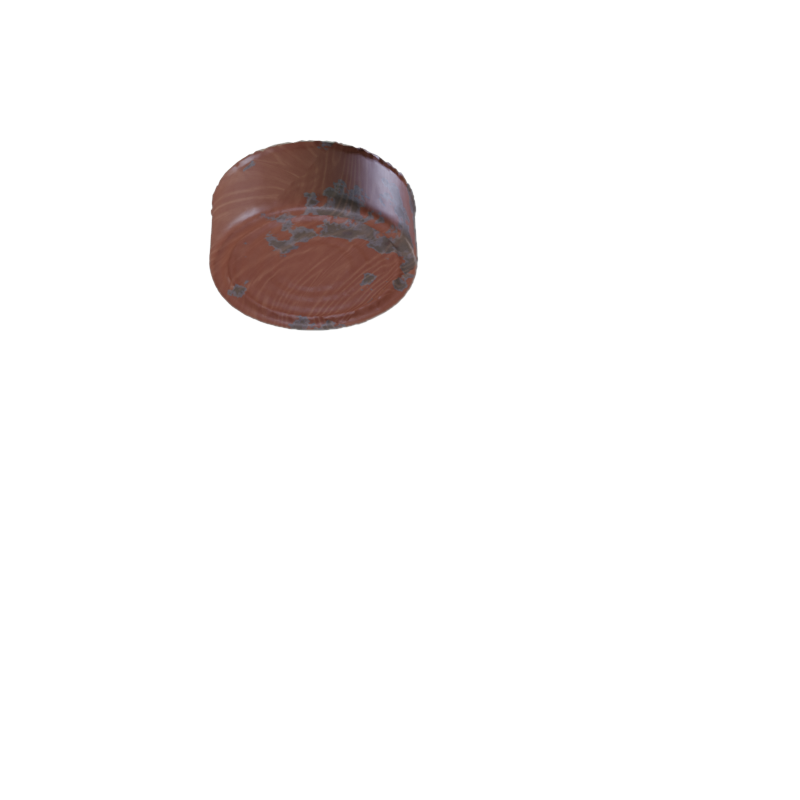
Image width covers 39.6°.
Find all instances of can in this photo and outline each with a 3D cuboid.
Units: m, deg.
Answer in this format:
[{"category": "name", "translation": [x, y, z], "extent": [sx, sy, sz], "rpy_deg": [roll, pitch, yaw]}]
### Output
[{"category": "can", "translation": [-0.036, -0.065, 0.455], "extent": [0.086, 0.036, 0.080], "rpy_deg": [1, -34, -2]}]
